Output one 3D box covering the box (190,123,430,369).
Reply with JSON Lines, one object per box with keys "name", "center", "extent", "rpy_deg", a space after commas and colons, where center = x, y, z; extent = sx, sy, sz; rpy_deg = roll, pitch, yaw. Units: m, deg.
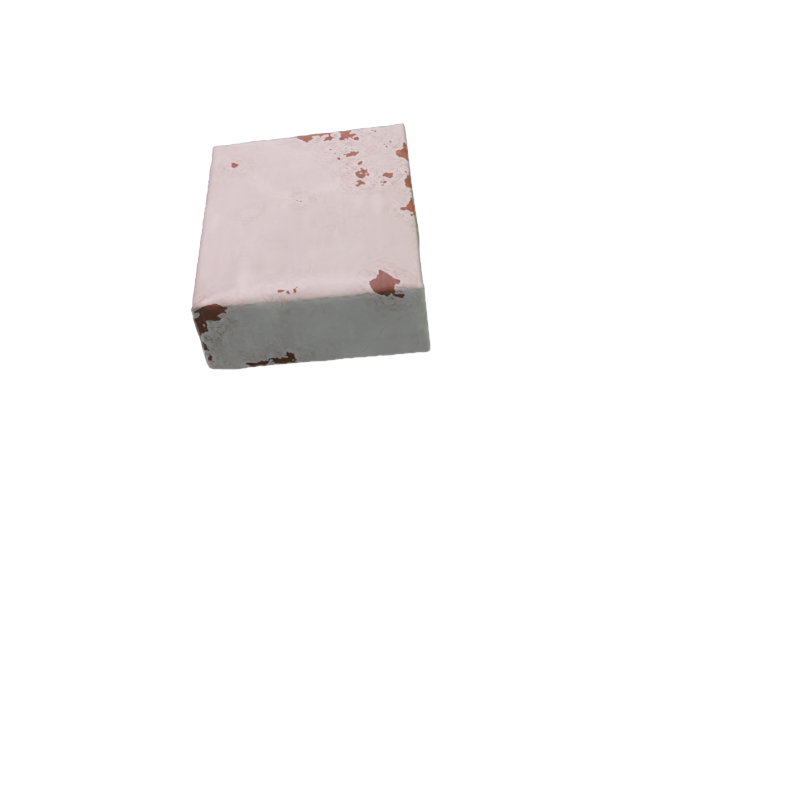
{"name": "box", "center": [-0.067, -0.123, 0.858], "extent": [0.165, 0.067, 0.229], "rpy_deg": [-7, 42, 3]}
